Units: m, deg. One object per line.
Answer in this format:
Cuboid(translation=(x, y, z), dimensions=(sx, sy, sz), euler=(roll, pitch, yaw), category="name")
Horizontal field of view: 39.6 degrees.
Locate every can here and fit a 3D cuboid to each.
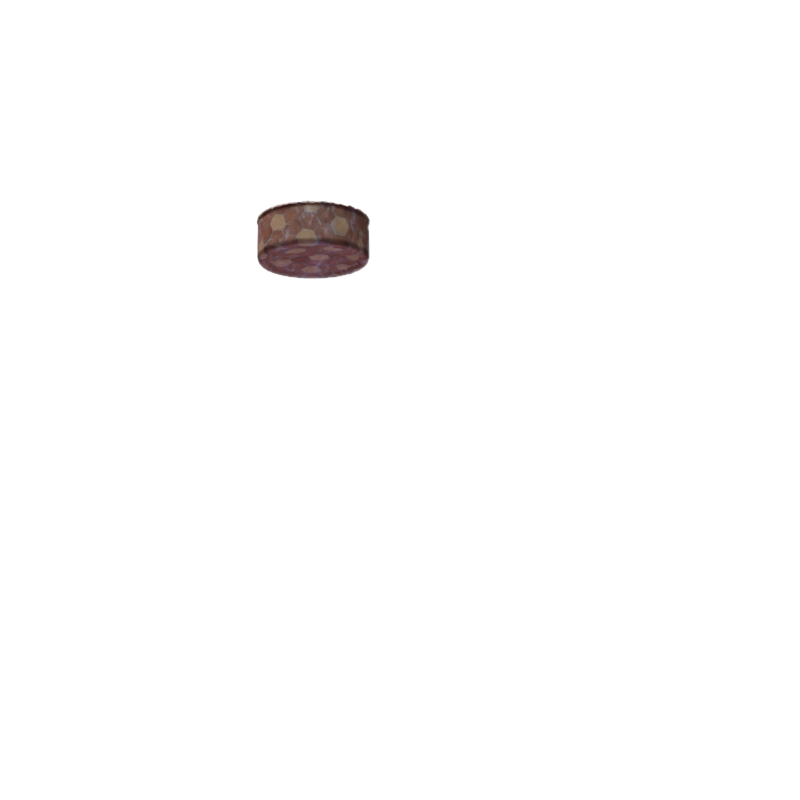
Cuboid(translation=(-0.066, -0.119, 0.837), dimensions=(0.086, 0.035, 0.083), euler=(0, -13, -2), category="can")
